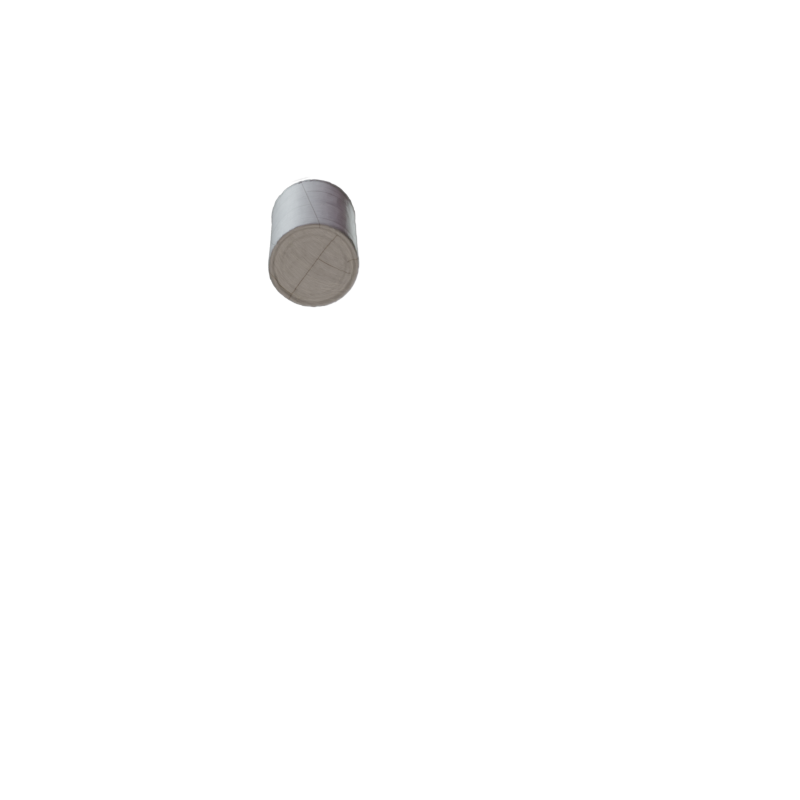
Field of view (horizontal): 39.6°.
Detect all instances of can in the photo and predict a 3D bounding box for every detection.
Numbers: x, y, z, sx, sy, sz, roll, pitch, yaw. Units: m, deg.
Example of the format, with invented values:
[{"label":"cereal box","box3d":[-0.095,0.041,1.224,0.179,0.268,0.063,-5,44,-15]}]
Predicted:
[{"label":"can","box3d":[-0.066,-0.121,0.845,0.068,0.065,0.108,0,26,-3]}]
